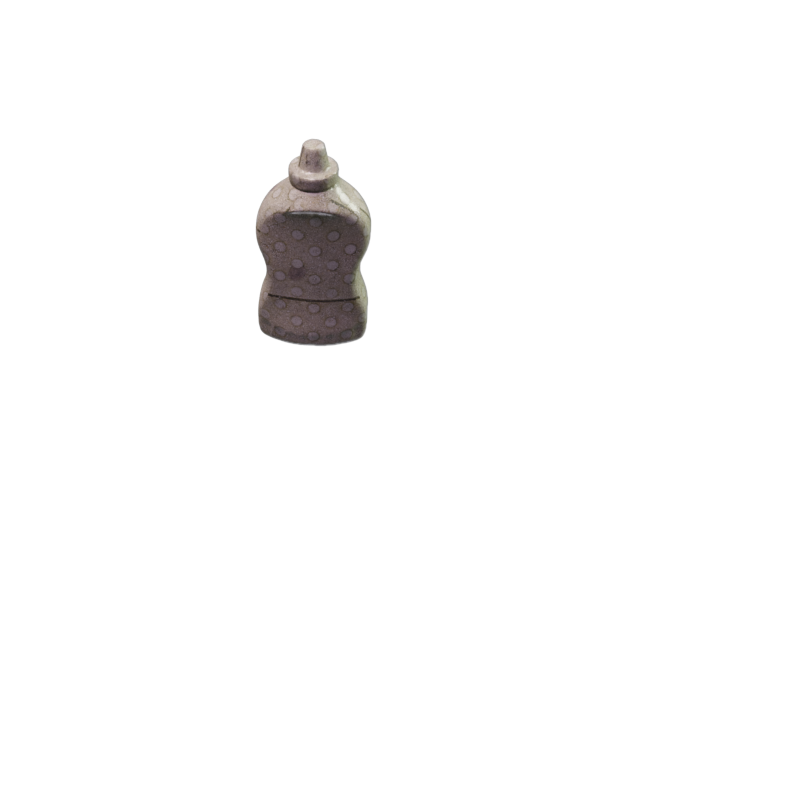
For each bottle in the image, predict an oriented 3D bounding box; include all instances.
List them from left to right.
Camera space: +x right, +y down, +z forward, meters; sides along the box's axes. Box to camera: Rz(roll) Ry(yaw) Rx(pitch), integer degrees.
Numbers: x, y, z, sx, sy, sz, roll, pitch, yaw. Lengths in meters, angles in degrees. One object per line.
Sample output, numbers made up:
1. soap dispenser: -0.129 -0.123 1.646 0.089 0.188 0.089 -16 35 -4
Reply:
1. bottle: -0.073 -0.134 0.935 0.097 0.179 0.062 5 40 3
